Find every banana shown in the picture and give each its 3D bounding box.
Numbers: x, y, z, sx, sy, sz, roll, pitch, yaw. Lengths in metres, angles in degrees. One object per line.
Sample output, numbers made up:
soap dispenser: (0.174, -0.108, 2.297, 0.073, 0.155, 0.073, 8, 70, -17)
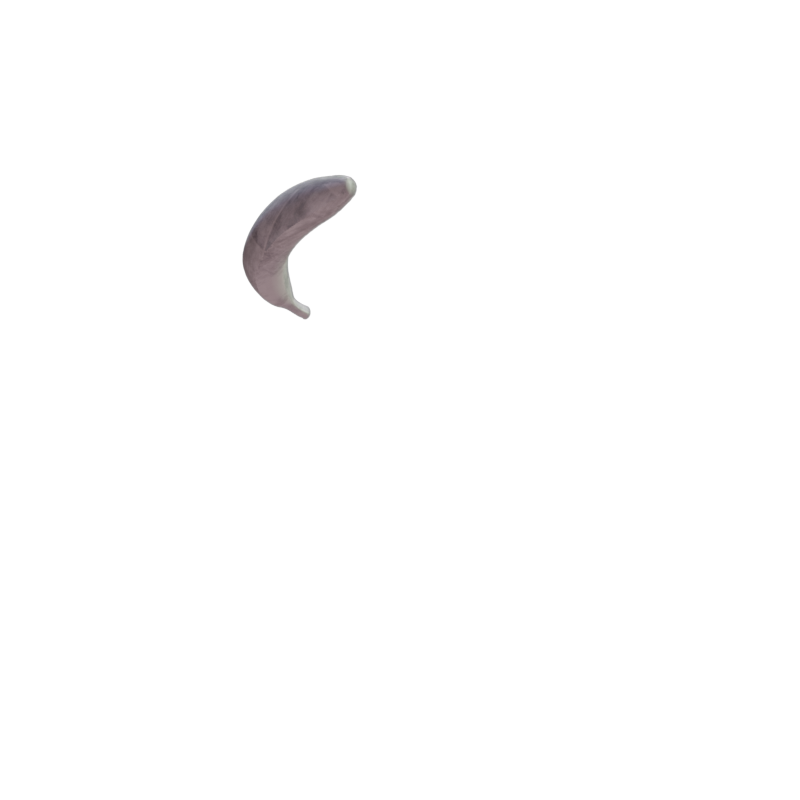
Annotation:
banana: (-0.088, -0.127, 0.888, 0.068, 0.039, 0.189, 6, -26, -13)
